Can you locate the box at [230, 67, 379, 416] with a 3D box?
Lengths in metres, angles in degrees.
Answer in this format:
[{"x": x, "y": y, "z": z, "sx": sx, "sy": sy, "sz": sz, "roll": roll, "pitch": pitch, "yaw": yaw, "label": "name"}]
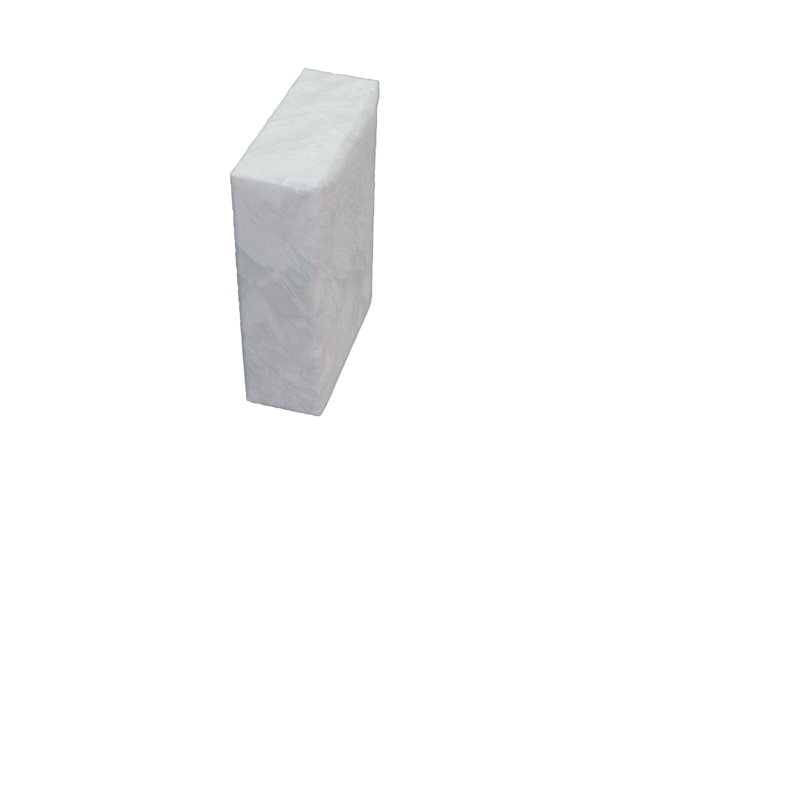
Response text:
[{"x": -0.067, "y": -0.122, "z": 0.857, "sx": 0.073, "sy": 0.199, "sz": 0.172, "roll": 11, "pitch": 41, "yaw": 9, "label": "box"}]
